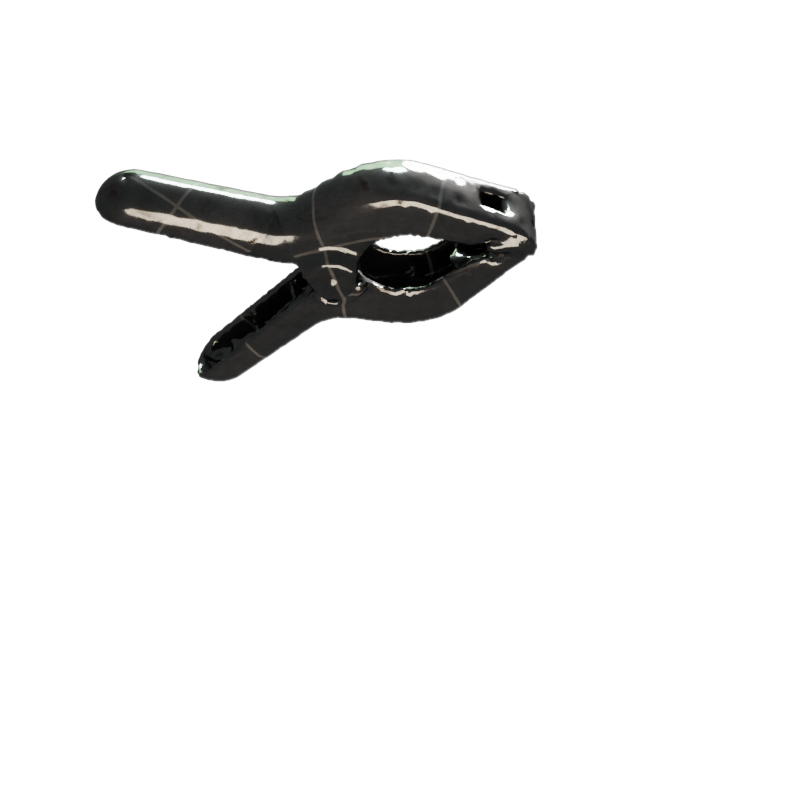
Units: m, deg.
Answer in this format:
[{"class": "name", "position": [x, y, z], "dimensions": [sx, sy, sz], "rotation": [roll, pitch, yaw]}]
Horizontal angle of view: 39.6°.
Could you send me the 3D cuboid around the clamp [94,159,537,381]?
[{"class": "clamp", "position": [-0.035, -0.064, 0.449], "dimensions": [0.173, 0.042, 0.111], "rotation": [-16, -39, 20]}]
